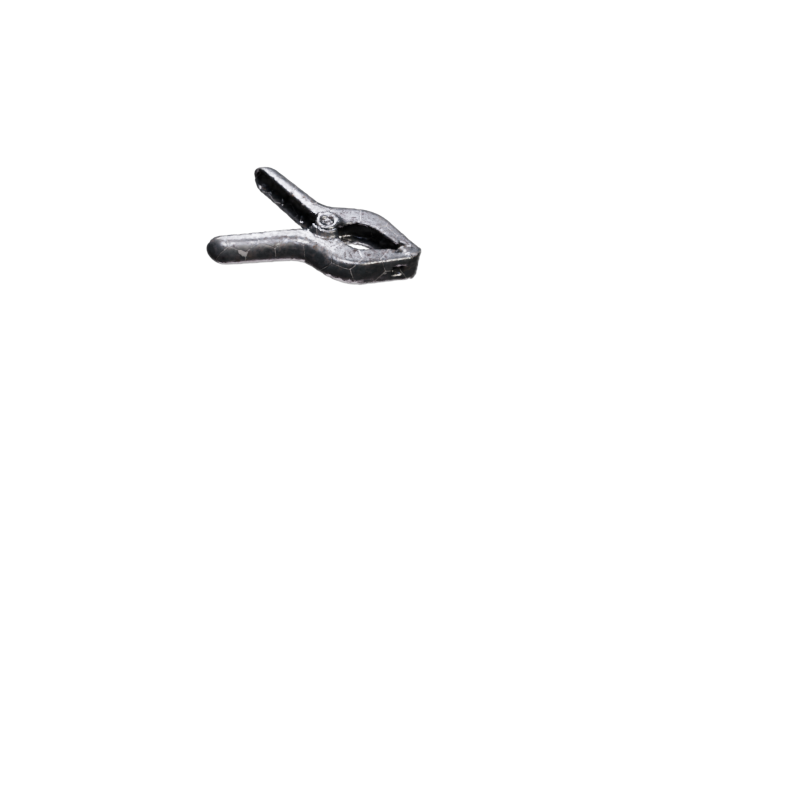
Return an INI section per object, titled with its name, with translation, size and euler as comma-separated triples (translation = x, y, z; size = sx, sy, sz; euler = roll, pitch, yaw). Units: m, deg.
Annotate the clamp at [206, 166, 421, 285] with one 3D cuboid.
[clamp]
translation = -0.072, -0.131, 0.919
size = 0.178, 0.124, 0.036
euler = 22, -37, 17
